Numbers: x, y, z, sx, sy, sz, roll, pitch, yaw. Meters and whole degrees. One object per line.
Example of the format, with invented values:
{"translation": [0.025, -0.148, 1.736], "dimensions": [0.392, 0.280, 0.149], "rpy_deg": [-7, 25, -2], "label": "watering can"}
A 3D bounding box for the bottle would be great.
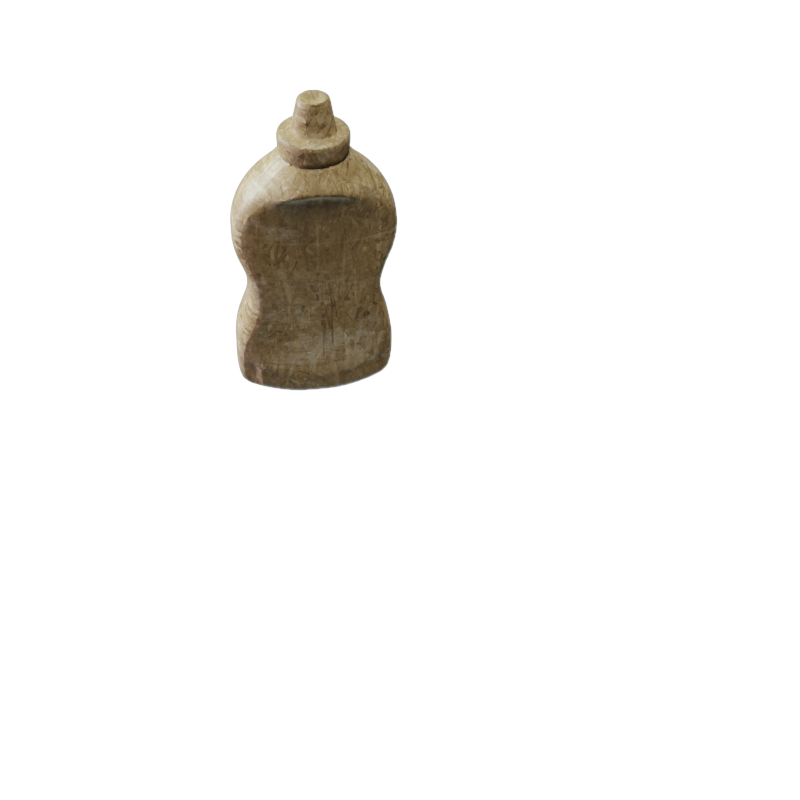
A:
{"translation": [-0.051, -0.093, 0.651], "dimensions": [0.095, 0.179, 0.063], "rpy_deg": [-3, 40, -7], "label": "bottle"}
